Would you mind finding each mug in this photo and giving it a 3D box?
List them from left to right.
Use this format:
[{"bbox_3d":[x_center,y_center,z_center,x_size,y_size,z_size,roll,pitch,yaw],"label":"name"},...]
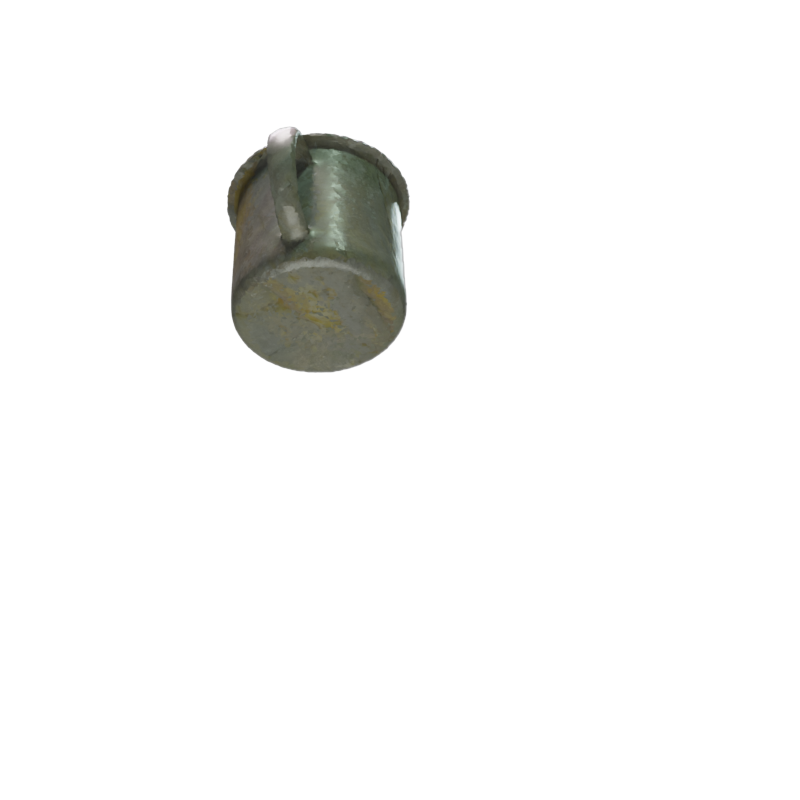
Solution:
[{"bbox_3d":[-0.041,-0.075,0.528,0.094,0.088,0.108,-8,-43,6],"label":"mug"}]
